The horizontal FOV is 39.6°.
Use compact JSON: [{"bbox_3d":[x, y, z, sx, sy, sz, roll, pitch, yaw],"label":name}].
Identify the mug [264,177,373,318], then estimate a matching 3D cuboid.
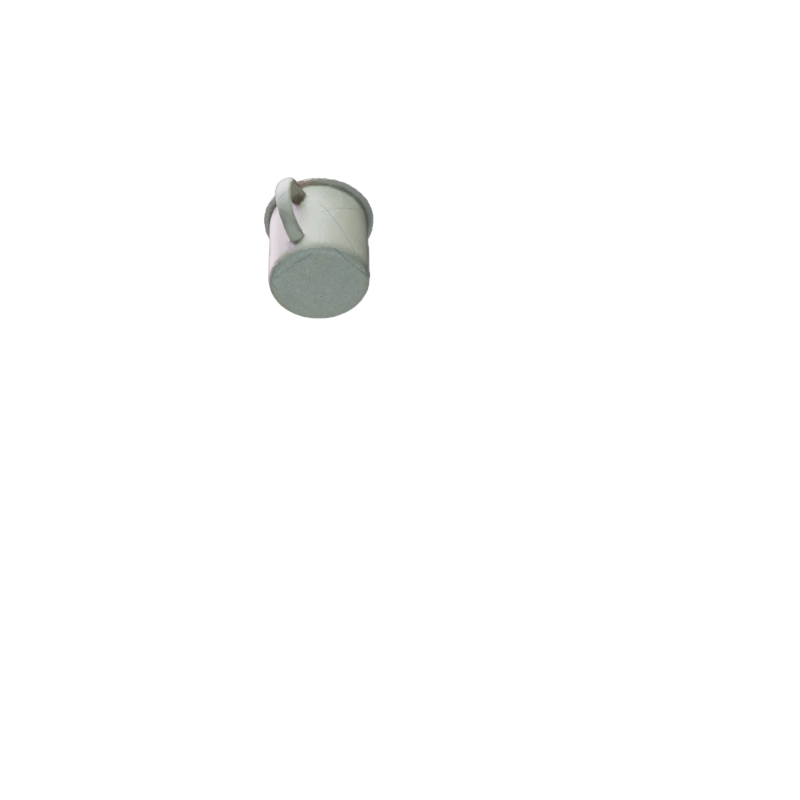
[{"bbox_3d":[-0.071,-0.129,0.902,0.094,0.087,0.108,-16,-47,13],"label":"mug"}]
